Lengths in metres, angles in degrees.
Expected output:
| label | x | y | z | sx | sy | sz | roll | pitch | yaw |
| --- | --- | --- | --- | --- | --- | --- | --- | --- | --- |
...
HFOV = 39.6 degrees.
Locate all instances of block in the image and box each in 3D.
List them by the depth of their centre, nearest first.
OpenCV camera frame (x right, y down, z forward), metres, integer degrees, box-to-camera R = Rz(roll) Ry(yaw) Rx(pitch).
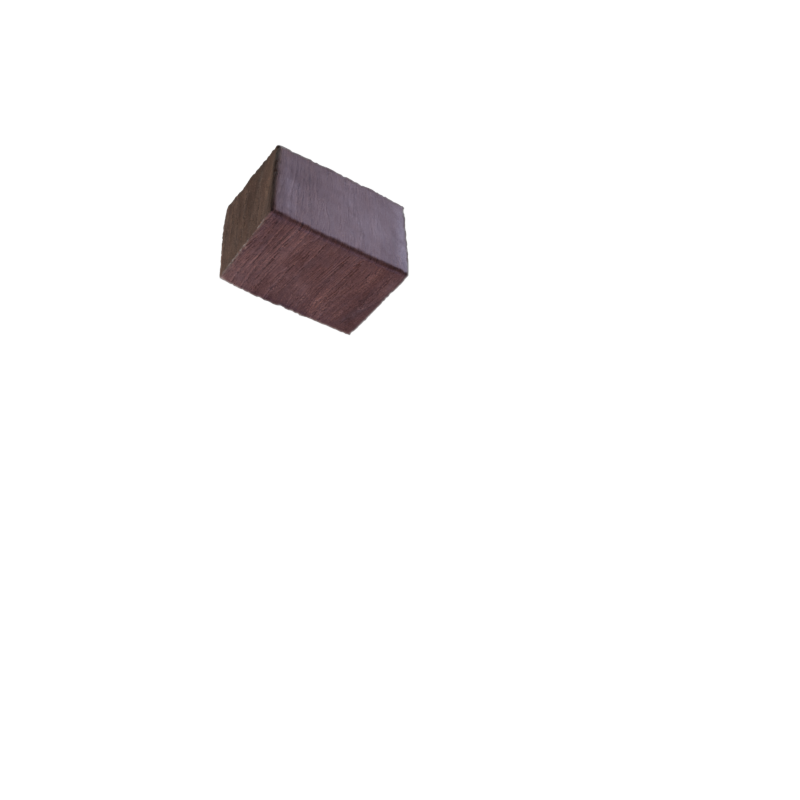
| label | x | y | z | sx | sy | sz | roll | pitch | yaw |
| --- | --- | --- | --- | --- | --- | --- | --- | --- | --- |
| block | -0.042 | -0.077 | 0.542 | 0.074 | 0.055 | 0.051 | 24 | -49 | -25 |
